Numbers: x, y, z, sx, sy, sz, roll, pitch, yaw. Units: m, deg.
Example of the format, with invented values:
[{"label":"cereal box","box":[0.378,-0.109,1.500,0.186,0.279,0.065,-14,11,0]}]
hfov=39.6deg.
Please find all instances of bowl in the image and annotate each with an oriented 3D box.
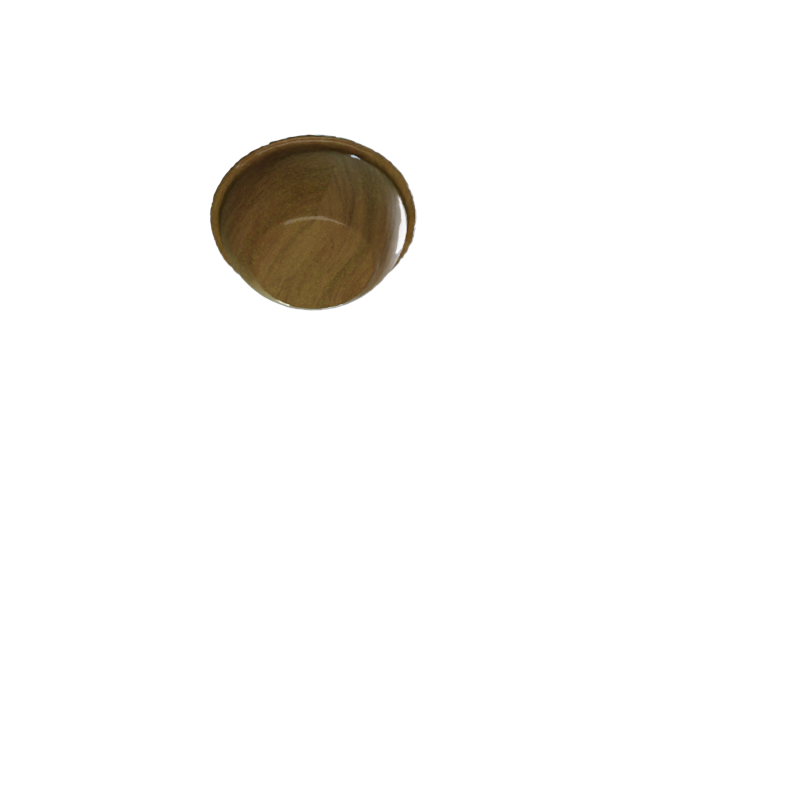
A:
[{"label":"bowl","box":[-0.066,-0.121,0.847,0.162,0.151,0.059,1,42,-1]}]
